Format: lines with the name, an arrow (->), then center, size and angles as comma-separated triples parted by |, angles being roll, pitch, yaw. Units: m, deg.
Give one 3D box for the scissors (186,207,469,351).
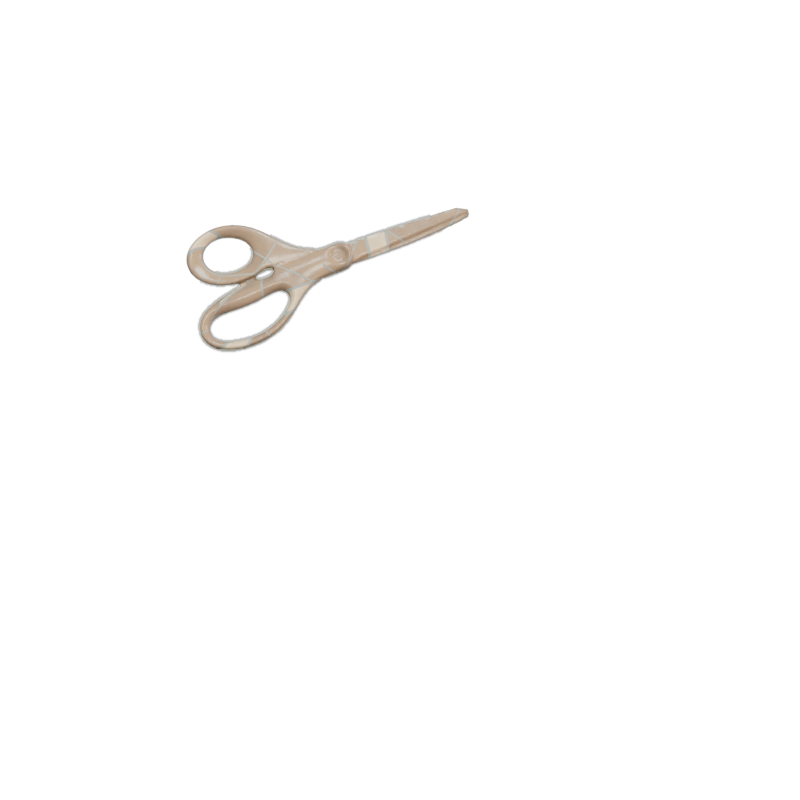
scissors -> -0.060, -0.109, 0.767 | 0.202, 0.100, 0.015 | -36, -15, -12
